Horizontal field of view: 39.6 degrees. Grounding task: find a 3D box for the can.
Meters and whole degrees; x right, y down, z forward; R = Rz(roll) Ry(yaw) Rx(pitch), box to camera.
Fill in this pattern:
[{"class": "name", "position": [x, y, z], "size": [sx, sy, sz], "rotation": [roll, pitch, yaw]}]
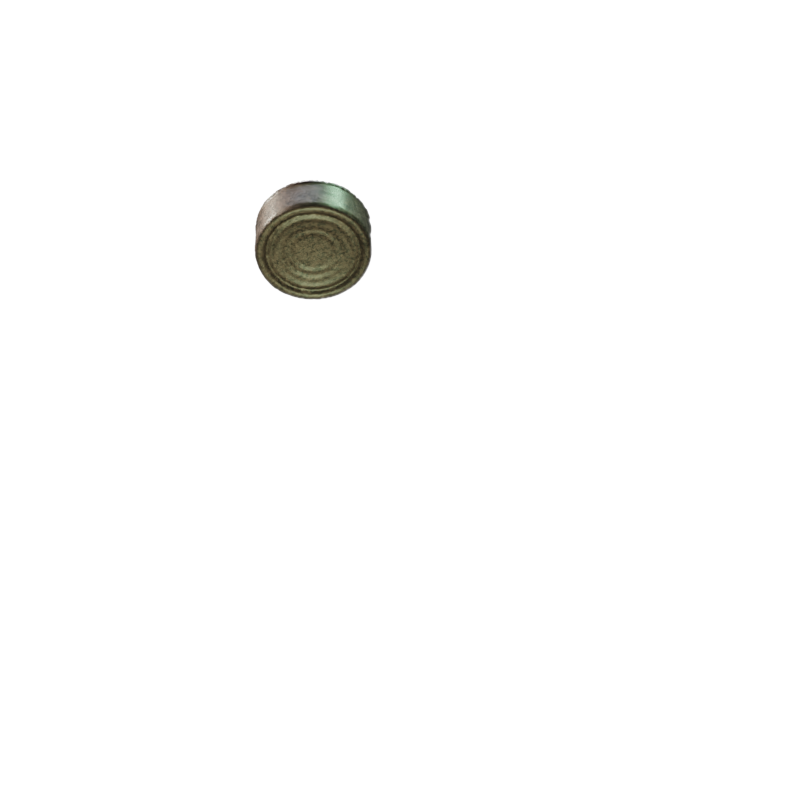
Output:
[{"class": "can", "position": [-0.063, -0.115, 0.808], "size": [0.086, 0.080, 0.036], "rotation": [1, 38, -1]}]
